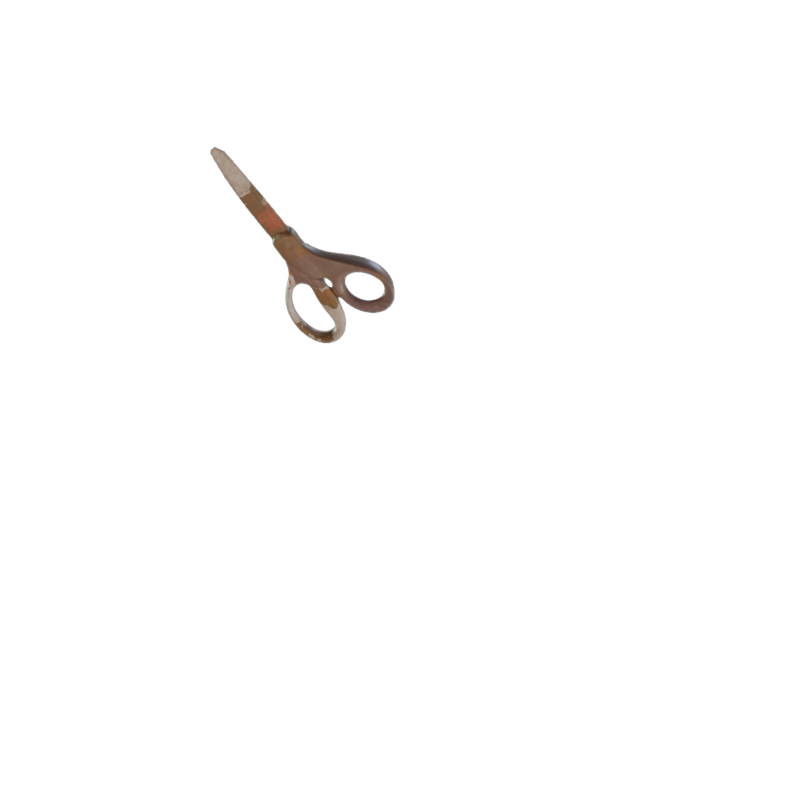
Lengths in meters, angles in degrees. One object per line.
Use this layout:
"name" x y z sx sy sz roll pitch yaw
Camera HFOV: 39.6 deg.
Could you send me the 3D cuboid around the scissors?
"scissors" -0.066 -0.120 0.837 0.097 0.186 0.017 -11 42 10
